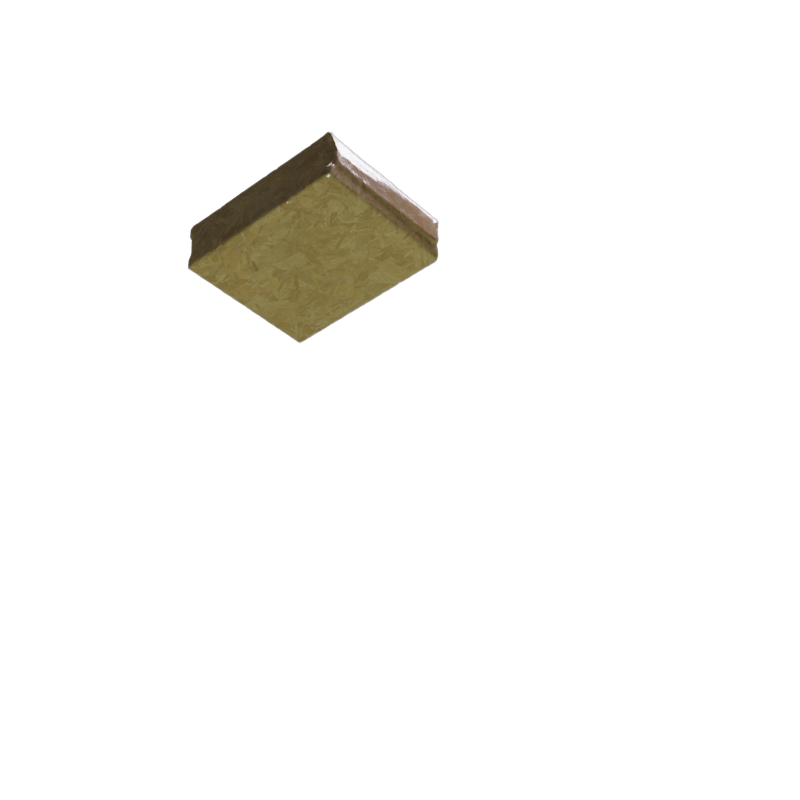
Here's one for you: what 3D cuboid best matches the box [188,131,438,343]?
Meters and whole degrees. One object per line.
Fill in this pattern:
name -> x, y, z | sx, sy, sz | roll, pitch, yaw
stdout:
box -> -0.039, -0.071, 0.497 | 0.089, 0.032, 0.068 | -30, -48, 31
